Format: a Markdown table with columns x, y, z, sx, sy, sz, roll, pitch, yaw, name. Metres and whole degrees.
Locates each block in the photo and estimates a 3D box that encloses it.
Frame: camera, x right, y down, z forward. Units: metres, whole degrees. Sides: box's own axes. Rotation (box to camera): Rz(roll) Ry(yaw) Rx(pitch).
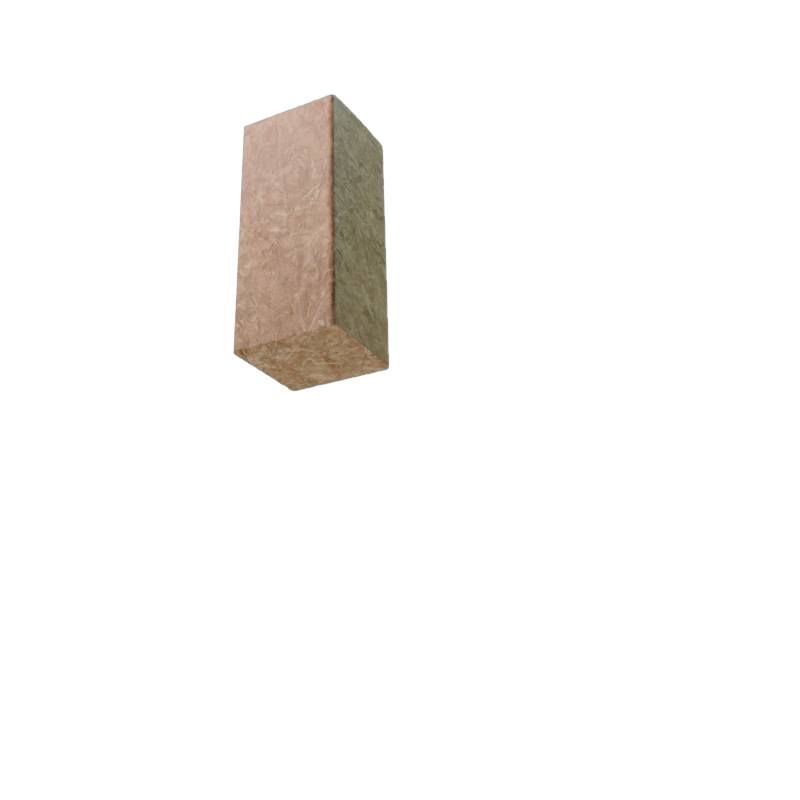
| x | y | z | sx | sy | sz | roll | pitch | yaw | name |
| --- | --- | --- | --- | --- | --- | --- | --- | --- | --- |
| -0.068 | -0.126 | 0.881 | 0.092 | 0.219 | 0.084 | -16 | -31 | 24 | block |
